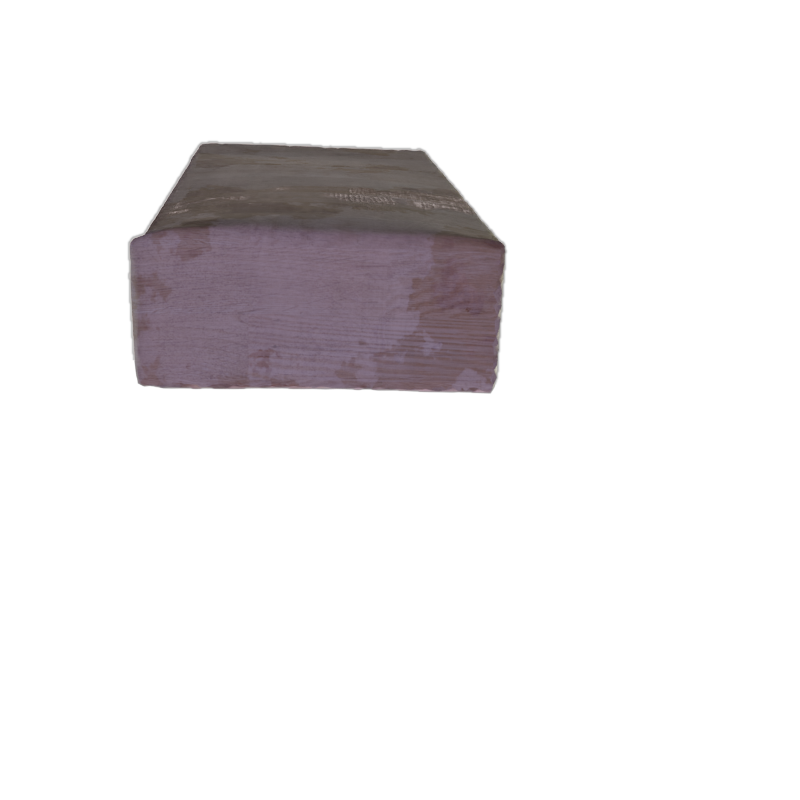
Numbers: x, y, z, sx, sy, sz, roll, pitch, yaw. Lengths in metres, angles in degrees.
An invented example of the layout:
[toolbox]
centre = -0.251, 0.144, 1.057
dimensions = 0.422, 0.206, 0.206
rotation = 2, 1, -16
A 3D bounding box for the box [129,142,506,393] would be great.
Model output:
[box]
centre = -0.028, -0.051, 0.357
dimensions = 0.093, 0.047, 0.182
rotation = 1, 17, -4
